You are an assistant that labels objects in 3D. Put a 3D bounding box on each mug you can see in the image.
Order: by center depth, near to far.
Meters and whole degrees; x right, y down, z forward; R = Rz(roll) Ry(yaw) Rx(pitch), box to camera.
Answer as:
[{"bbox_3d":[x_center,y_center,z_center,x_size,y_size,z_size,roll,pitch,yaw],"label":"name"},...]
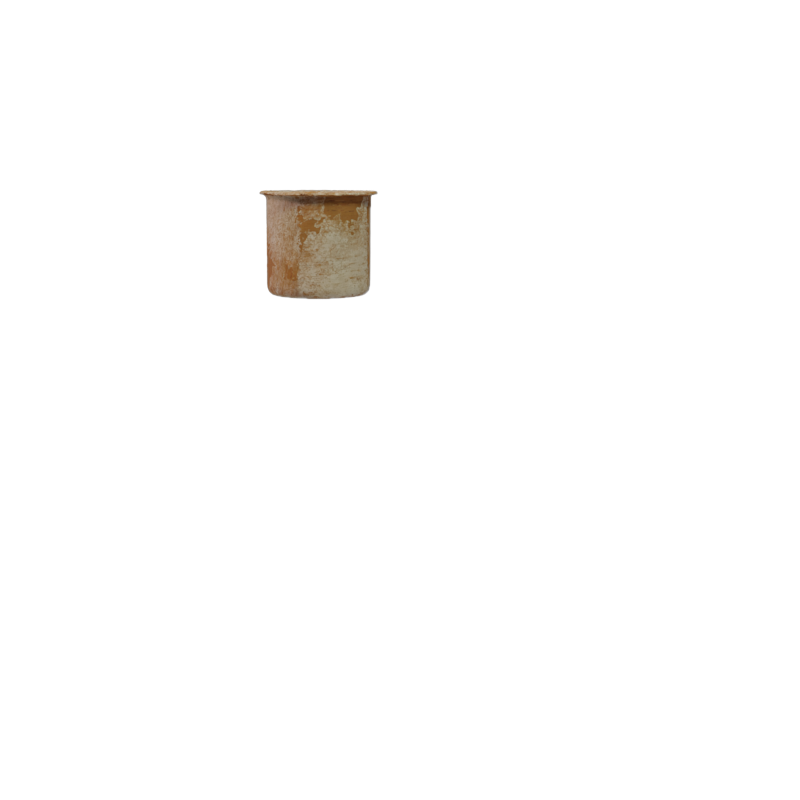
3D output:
[{"bbox_3d":[-0.069,-0.126,0.882,0.091,0.080,0.122,-3,10,-23],"label":"mug"}]
